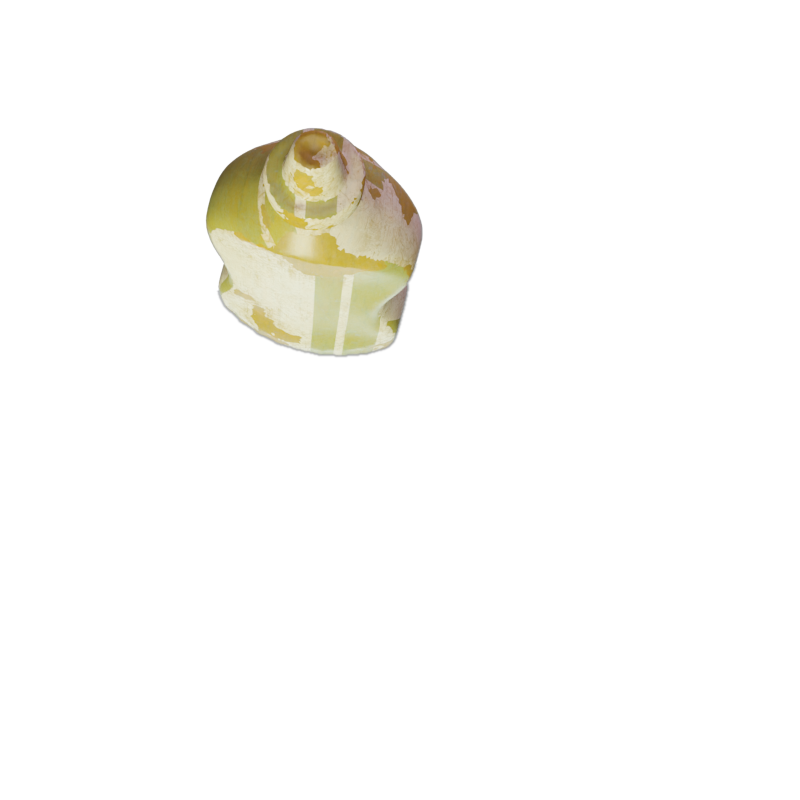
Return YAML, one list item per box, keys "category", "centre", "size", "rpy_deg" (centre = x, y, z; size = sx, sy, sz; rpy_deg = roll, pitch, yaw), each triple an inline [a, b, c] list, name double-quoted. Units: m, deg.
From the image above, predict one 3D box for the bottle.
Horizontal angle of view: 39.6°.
- category: "bottle"
  centre: [-0.040, -0.073, 0.509]
  size: [0.097, 0.060, 0.184]
  rpy_deg: [17, -14, 1]
